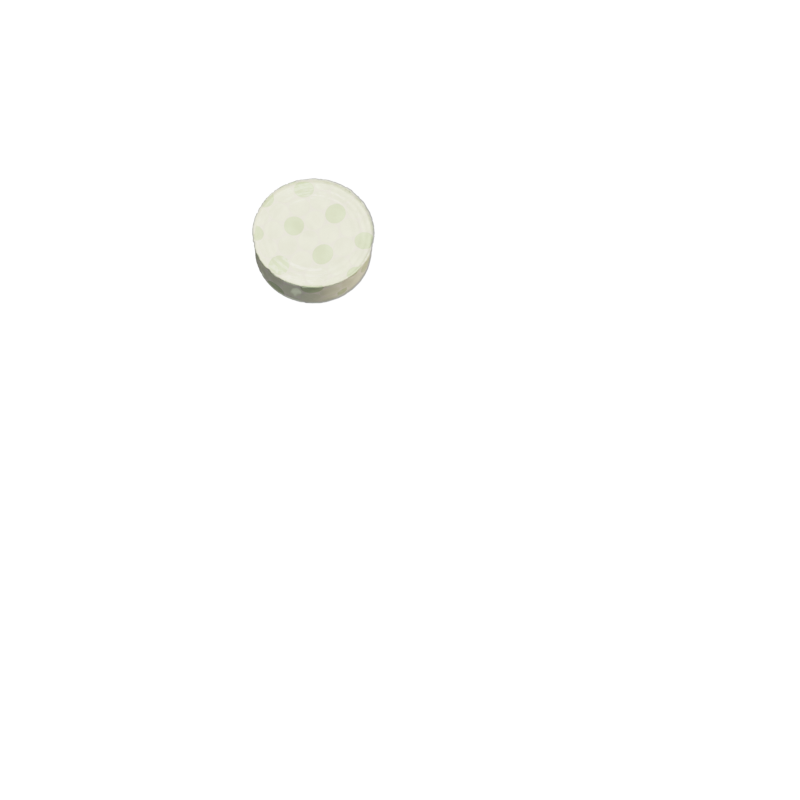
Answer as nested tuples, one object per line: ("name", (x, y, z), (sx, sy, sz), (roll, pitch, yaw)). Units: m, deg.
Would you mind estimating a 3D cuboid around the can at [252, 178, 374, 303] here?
("can", (-0.062, -0.113, 0.791), (0.086, 0.091, 0.032), (-1, -25, -1))
